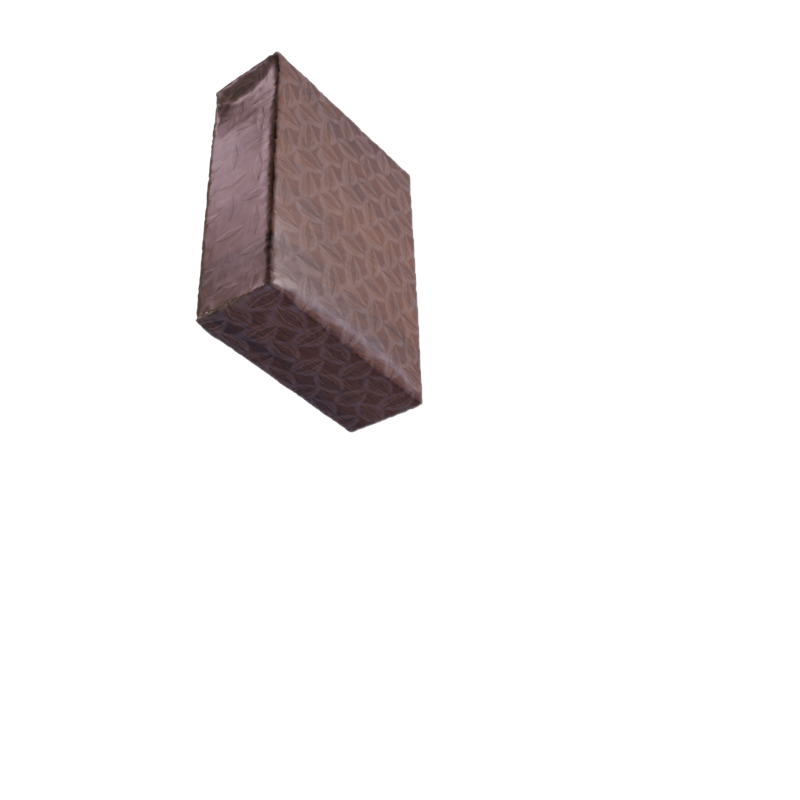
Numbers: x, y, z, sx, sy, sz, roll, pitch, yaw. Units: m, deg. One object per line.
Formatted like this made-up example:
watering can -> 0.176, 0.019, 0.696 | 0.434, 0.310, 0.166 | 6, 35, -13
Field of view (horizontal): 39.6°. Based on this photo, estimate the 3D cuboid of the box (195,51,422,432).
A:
box -> -0.060, -0.110, 0.771 | 0.072, 0.229, 0.152 | -27, -43, 28
